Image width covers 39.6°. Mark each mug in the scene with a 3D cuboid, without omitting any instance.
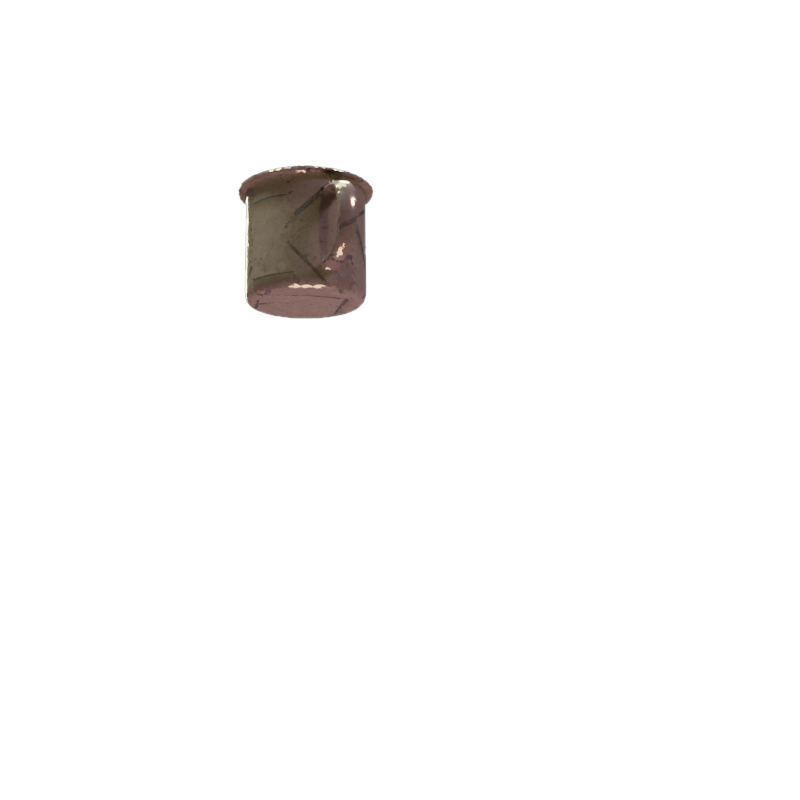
[{"bbox_3d":[-0.058,-0.106,0.742,0.090,0.085,0.117,8,-17,-28],"label":"mug"}]
